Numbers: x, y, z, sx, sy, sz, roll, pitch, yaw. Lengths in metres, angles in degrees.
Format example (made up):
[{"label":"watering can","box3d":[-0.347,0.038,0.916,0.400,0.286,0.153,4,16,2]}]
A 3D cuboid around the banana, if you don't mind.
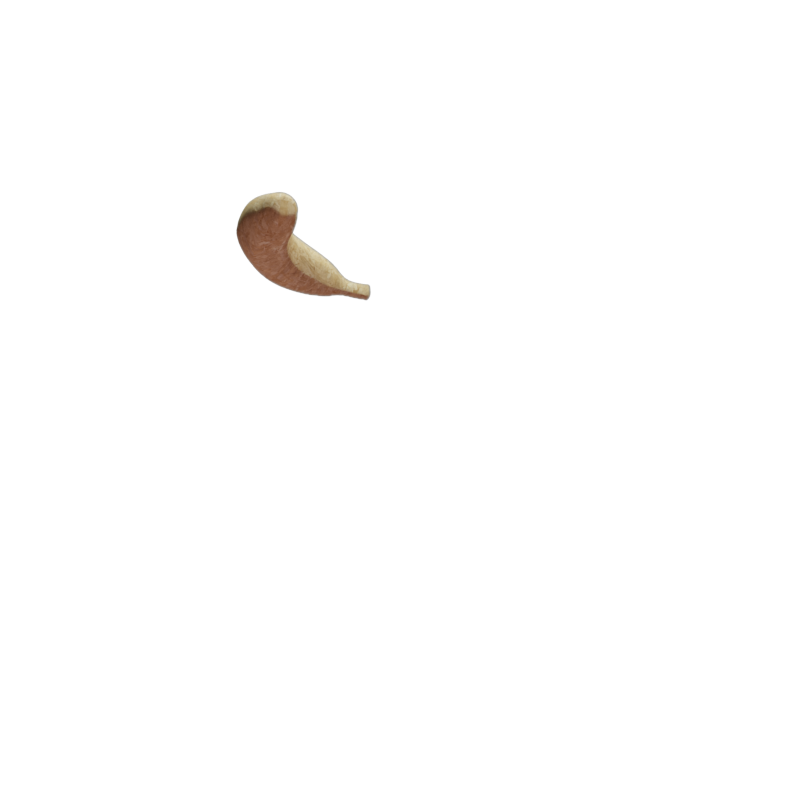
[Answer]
[{"label":"banana","box3d":[-0.077,-0.108,0.778,0.071,0.038,0.188,-3,-11,14]}]
